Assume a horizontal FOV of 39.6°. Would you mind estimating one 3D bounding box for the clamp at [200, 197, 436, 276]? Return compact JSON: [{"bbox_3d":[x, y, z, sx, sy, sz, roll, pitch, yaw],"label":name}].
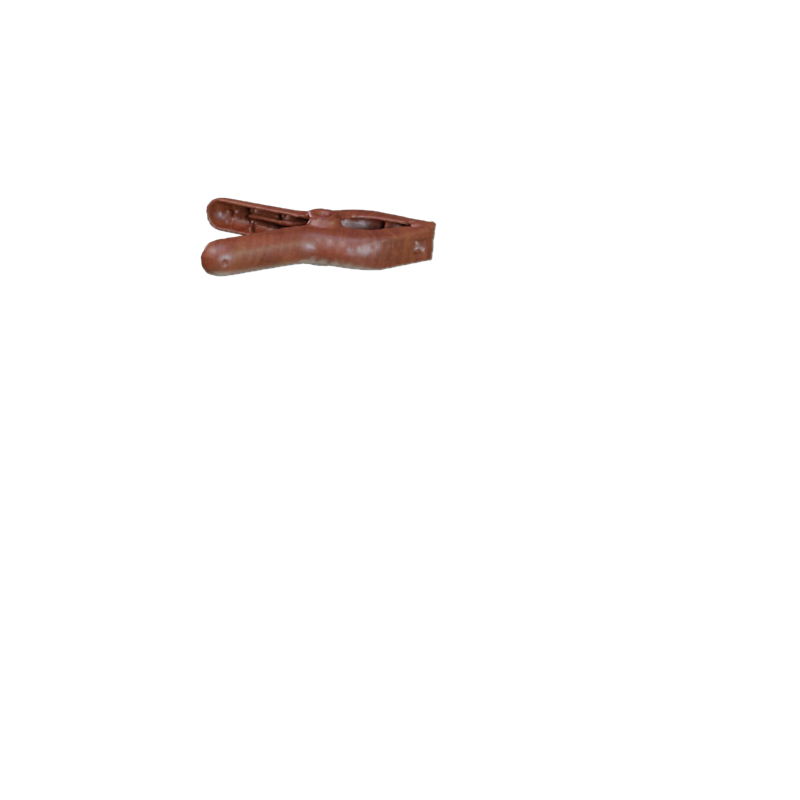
[{"bbox_3d":[-0.061,-0.111,0.780,0.172,0.037,0.126,2,30,4],"label":"clamp"}]
